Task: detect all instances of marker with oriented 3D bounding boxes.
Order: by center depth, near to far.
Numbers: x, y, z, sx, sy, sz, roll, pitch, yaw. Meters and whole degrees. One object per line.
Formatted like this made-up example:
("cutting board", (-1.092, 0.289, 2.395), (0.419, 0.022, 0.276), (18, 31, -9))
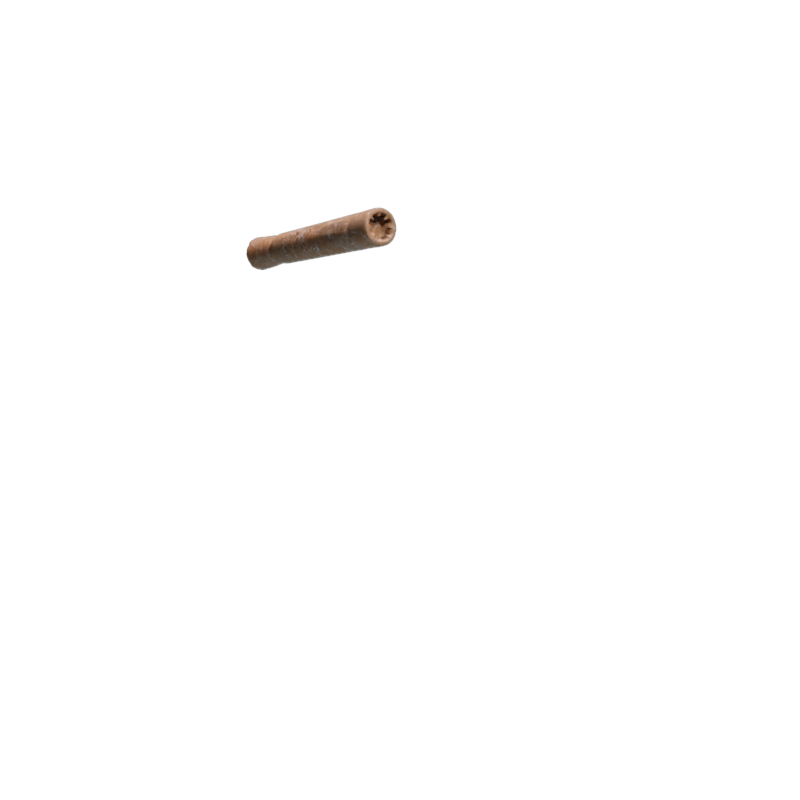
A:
("marker", (-0.045, -0.082, 0.577), (0.019, 0.020, 0.124), (-3, 1, -36))
